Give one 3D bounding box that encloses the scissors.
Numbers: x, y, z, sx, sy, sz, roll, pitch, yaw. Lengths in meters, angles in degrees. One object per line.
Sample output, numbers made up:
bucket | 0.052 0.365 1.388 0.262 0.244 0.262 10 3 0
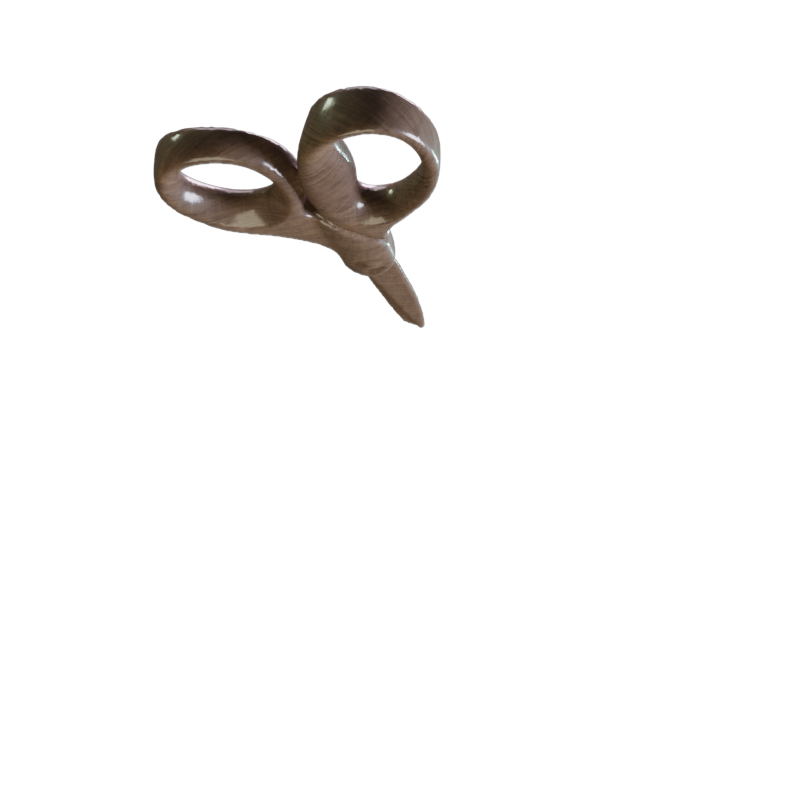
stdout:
scissors | -0.031 -0.056 0.394 0.096 0.016 0.194 1 -14 -3
